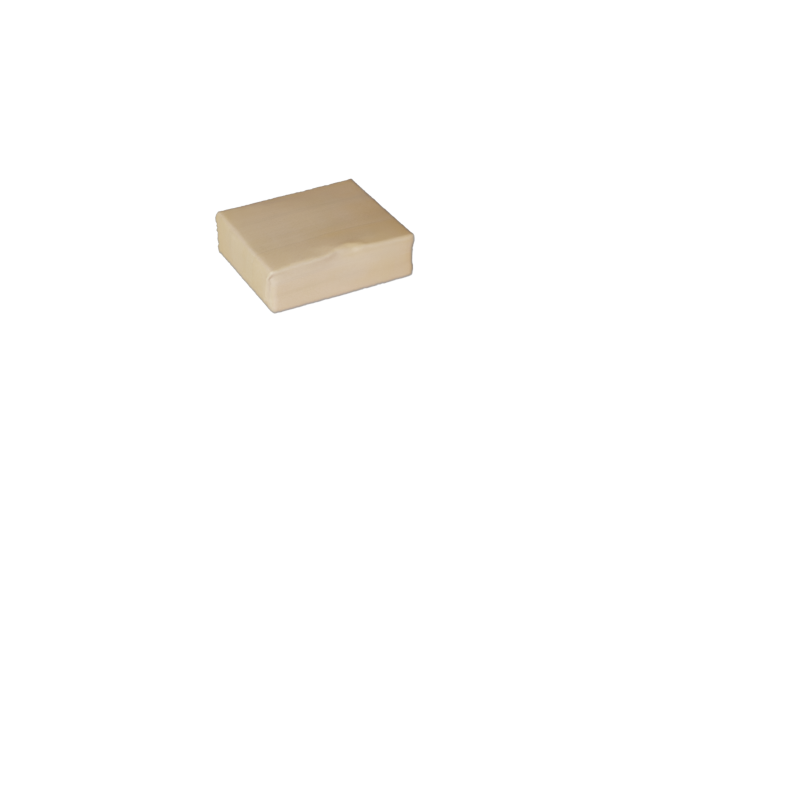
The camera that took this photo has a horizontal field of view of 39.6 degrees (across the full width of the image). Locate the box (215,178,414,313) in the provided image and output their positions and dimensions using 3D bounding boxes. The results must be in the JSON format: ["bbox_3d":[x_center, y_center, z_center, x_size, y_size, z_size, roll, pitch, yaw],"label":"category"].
[{"bbox_3d":[-0.048,-0.088,0.614,0.088,0.028,0.079,-17,40,-23],"label":"box"}]
